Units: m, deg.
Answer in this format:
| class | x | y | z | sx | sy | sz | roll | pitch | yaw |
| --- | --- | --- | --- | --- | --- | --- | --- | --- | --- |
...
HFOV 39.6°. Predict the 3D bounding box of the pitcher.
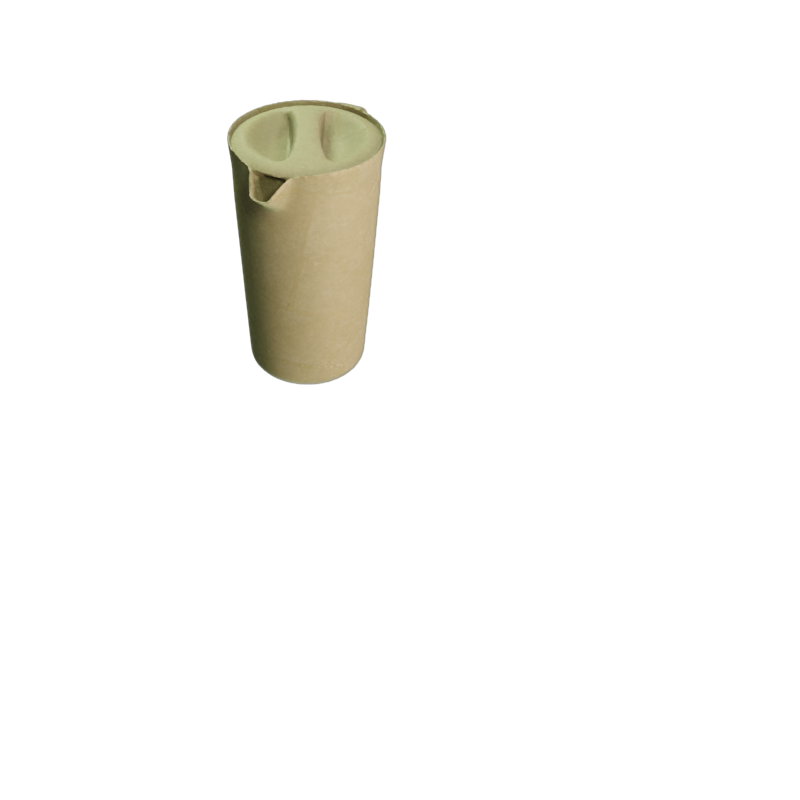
| class | x | y | z | sx | sy | sz | roll | pitch | yaw |
| --- | --- | --- | --- | --- | --- | --- | --- | --- | --- |
| pitcher | -0.078 | -0.142 | 0.998 | 0.147 | 0.227 | 0.157 | -12 | 40 | -18 |
